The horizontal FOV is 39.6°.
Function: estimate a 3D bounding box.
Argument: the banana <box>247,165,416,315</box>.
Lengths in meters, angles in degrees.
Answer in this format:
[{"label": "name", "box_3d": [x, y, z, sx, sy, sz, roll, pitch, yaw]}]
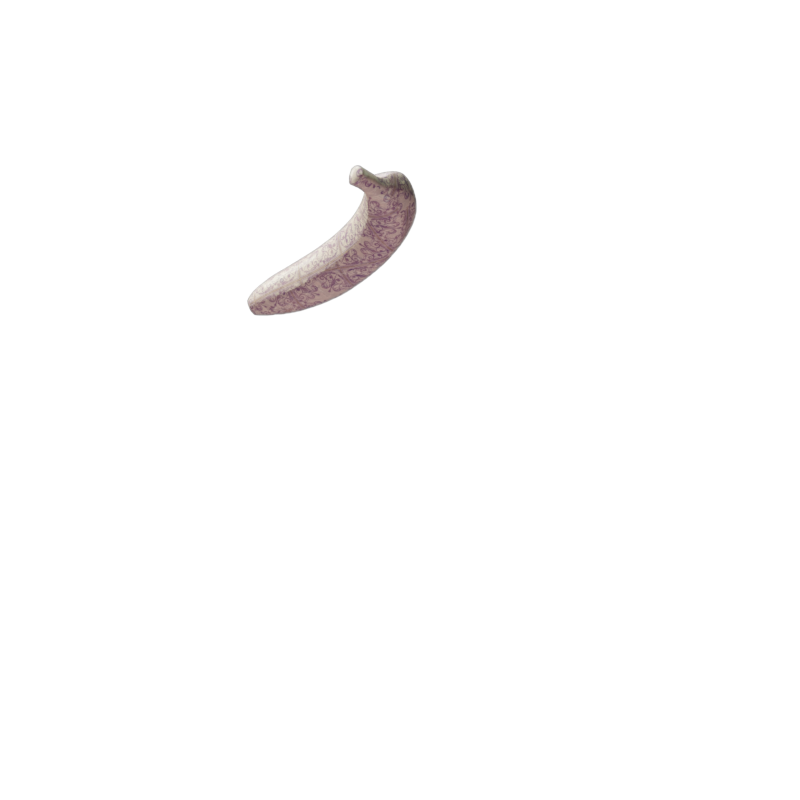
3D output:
[{"label": "banana", "box_3d": [-0.039, -0.104, 0.737, 0.067, 0.039, 0.193, 11, -27, -23]}]
